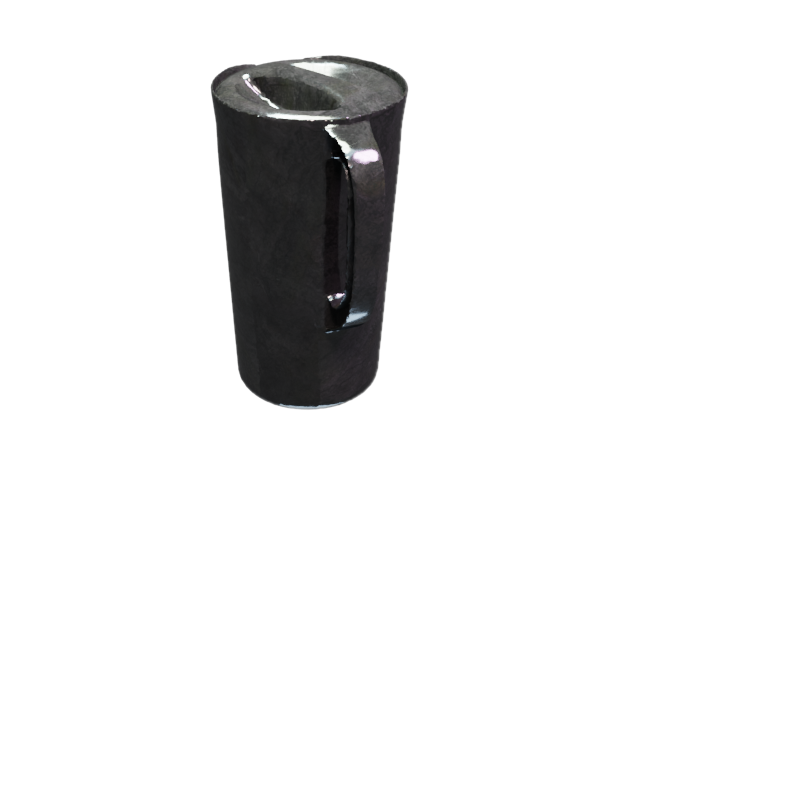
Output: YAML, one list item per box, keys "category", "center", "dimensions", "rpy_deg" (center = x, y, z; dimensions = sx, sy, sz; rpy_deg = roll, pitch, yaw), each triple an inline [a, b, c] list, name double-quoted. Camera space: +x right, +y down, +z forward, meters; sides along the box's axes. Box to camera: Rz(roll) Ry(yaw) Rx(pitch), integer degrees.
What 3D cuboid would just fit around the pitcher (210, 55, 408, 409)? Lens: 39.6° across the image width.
- category: "pitcher"
  center: [-0.062, -0.113, 0.790]
  dimensions: [0.149, 0.229, 0.154]
  rpy_deg: [12, 32, 17]
